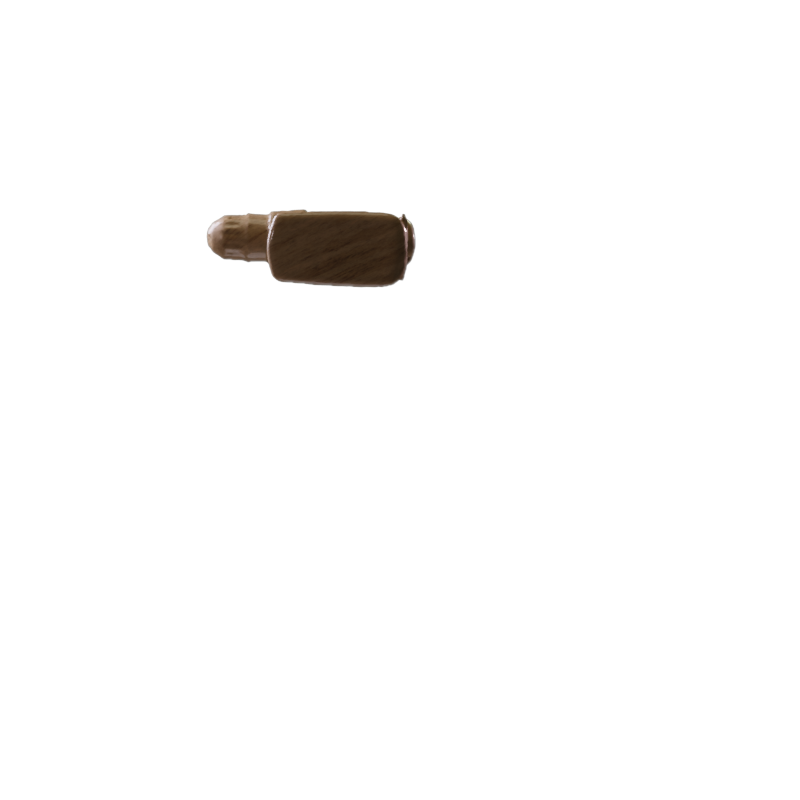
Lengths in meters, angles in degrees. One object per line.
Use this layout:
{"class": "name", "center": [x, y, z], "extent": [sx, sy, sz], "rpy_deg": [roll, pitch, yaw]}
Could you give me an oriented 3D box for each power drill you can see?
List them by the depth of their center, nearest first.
{"class": "power drill", "center": [-0.072, -0.131, 0.915], "extent": [0.184, 0.056, 0.192], "rpy_deg": [-1, 11, -4]}
